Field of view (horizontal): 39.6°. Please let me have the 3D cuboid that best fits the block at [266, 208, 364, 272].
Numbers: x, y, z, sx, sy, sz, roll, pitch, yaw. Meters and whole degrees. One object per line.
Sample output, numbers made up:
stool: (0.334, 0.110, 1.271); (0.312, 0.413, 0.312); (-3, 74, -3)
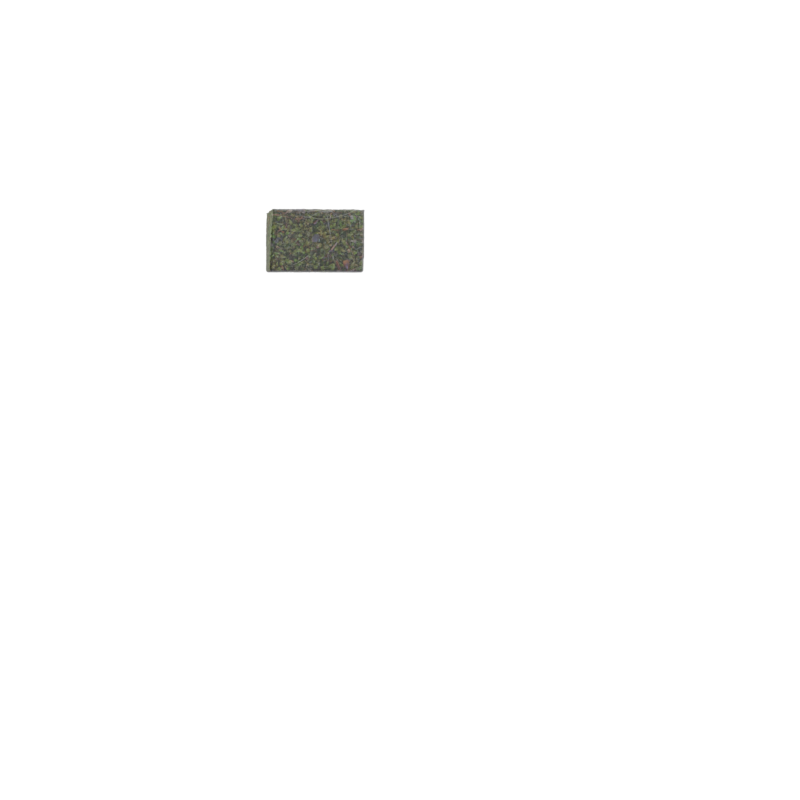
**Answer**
block: (-0.072, -0.131, 0.919); (0.077, 0.051, 0.053); (-1, 2, -9)
